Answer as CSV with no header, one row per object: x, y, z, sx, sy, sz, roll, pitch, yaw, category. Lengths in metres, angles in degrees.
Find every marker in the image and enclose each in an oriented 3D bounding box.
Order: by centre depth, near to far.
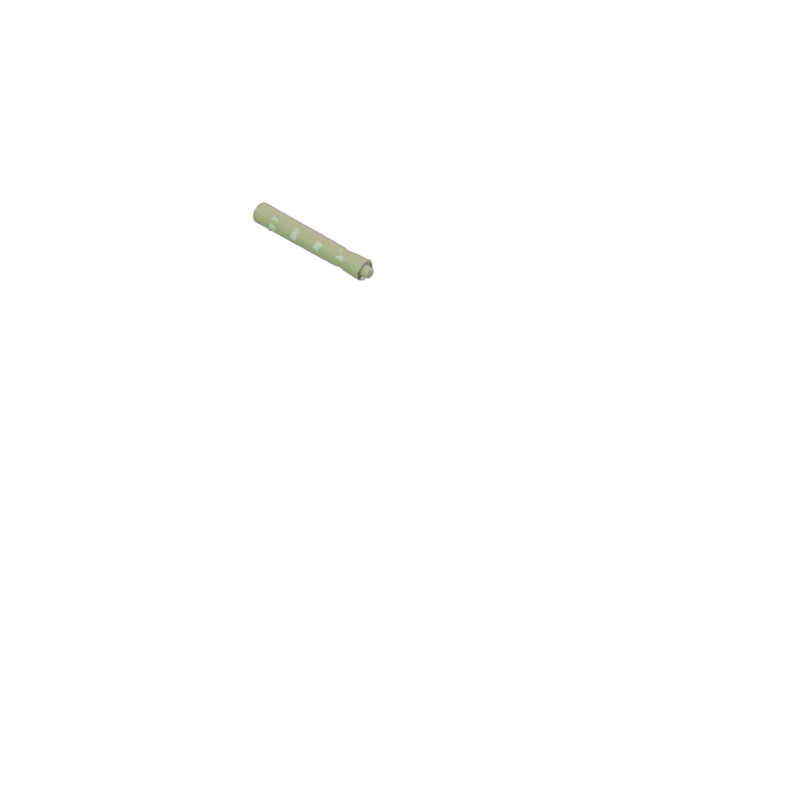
-0.071,-0.129,0.903,0.128,0.019,0.019,32,20,29,marker
